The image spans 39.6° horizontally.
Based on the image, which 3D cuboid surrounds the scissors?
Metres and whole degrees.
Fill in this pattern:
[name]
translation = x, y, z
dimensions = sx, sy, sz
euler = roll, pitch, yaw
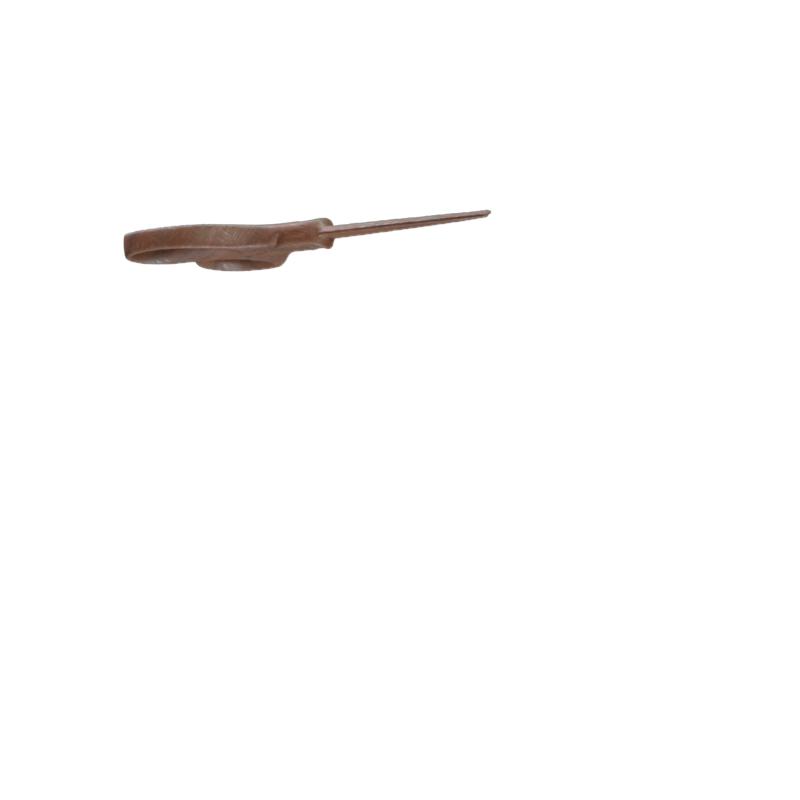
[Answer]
[scissors]
translation = -0.045, -0.082, 0.573
dimensions = 0.206, 0.016, 0.093
euler = 0, -1, 19
